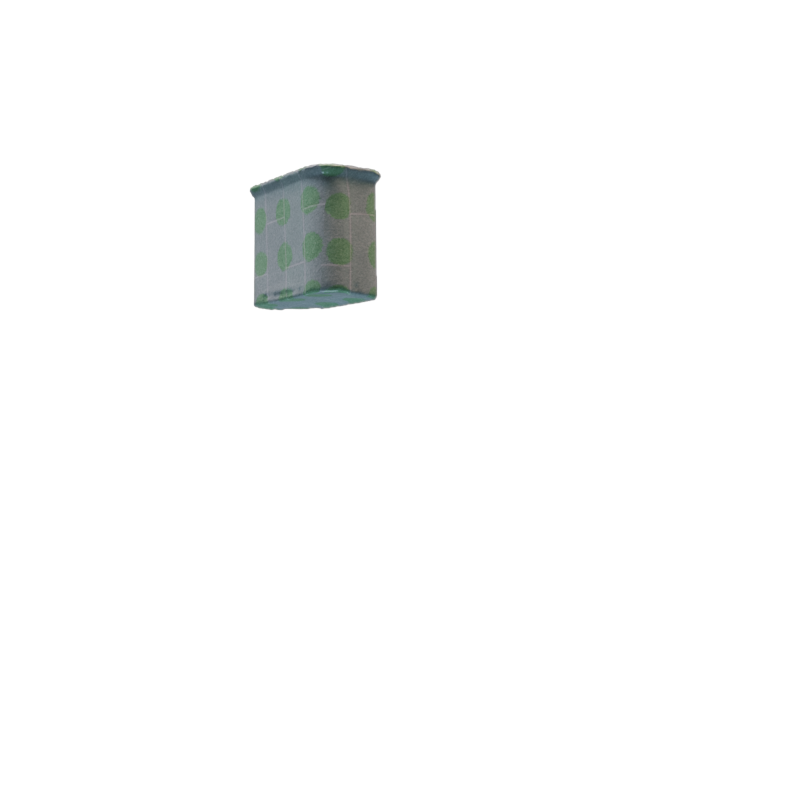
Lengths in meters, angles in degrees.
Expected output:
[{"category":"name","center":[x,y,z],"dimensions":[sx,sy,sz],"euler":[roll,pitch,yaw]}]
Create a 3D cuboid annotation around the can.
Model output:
[{"category":"can","center":[-0.058,-0.106,0.745],"dimensions":[0.055,0.086,0.104],"euler":[5,-8,-36]}]
